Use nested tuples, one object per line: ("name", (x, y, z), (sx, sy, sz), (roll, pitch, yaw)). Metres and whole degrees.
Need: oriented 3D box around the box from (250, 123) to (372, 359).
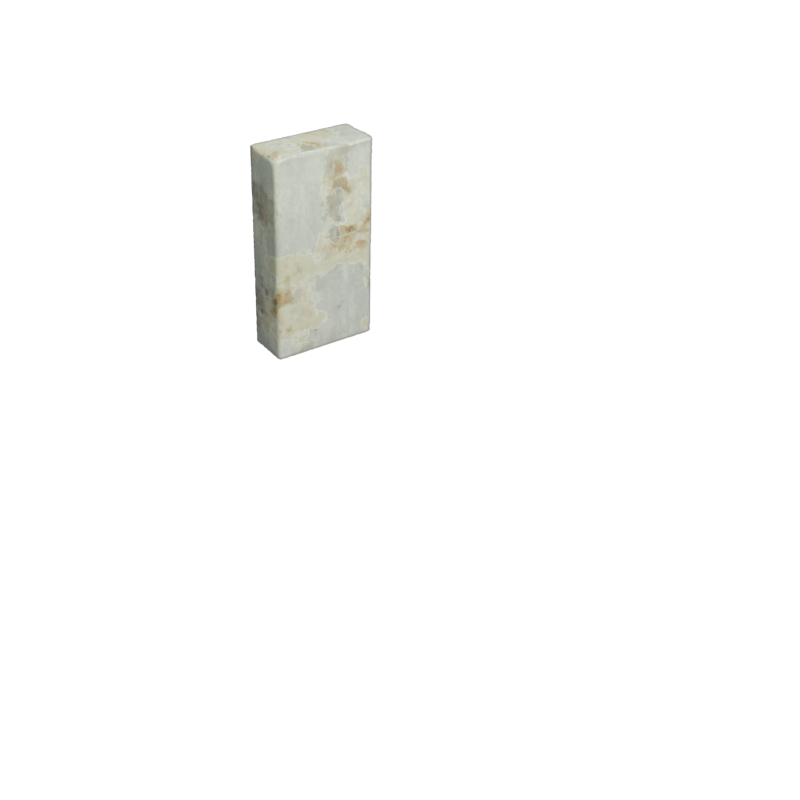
("box", (-0.070, -0.128, 0.898), (0.092, 0.166, 0.052), (-18, 36, -30))
